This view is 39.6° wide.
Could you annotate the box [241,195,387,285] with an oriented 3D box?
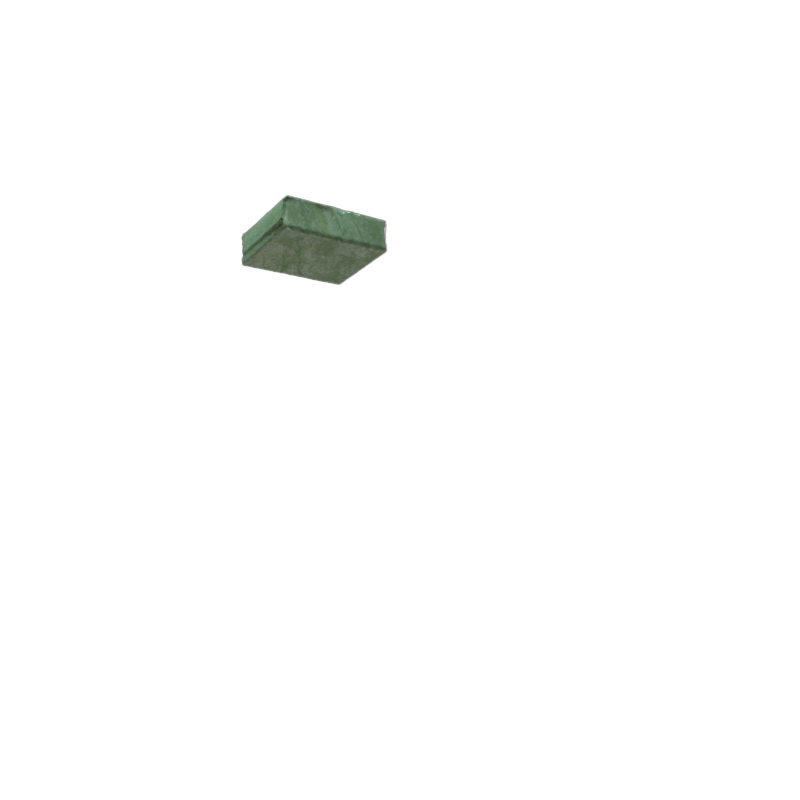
[{"bbox_3d":[-0.066,-0.120,0.839,0.085,0.032,0.072,11,-23,-28],"label":"box"}]
